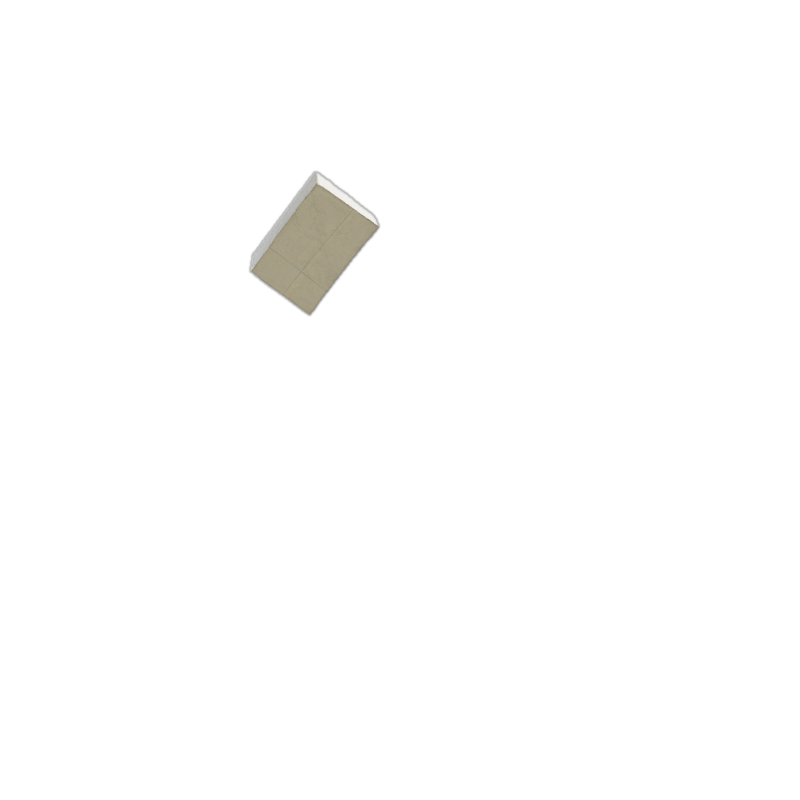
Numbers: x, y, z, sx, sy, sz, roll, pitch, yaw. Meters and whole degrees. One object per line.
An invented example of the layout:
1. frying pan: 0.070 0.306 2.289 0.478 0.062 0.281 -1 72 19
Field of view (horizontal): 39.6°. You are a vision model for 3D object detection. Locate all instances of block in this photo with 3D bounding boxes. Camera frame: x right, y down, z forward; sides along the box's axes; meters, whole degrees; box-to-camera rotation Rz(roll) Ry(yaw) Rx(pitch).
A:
1. block: -0.059 -0.108 0.754 0.051 0.077 0.053 37 11 -12
